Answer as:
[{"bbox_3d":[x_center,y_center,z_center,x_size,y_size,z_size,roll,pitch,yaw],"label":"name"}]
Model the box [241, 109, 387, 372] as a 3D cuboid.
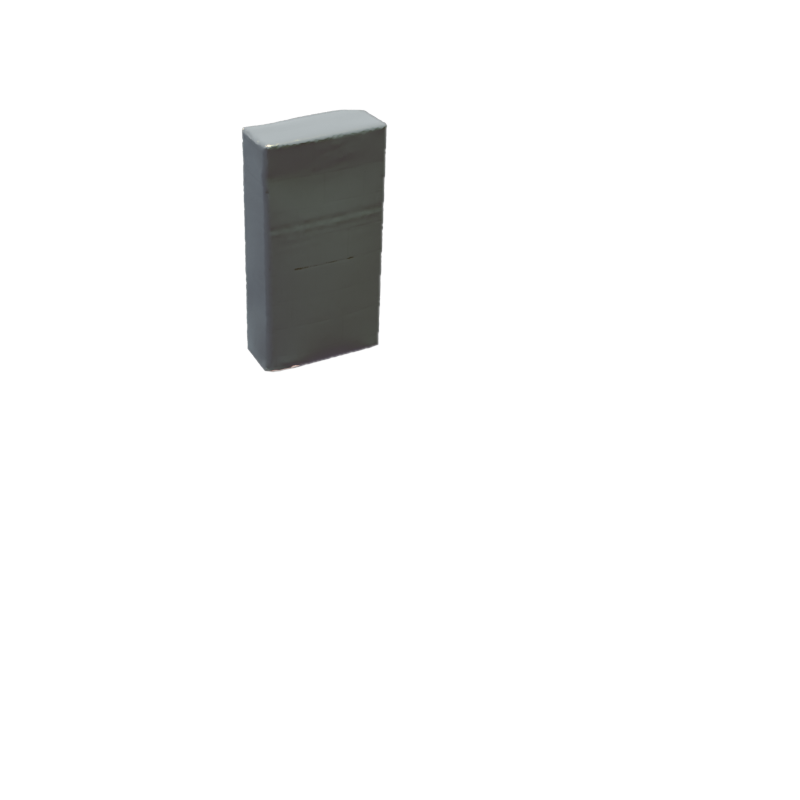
[{"bbox_3d":[-0.061,-0.111,0.775,0.092,0.167,0.052,-13,31,-26],"label":"box"}]
